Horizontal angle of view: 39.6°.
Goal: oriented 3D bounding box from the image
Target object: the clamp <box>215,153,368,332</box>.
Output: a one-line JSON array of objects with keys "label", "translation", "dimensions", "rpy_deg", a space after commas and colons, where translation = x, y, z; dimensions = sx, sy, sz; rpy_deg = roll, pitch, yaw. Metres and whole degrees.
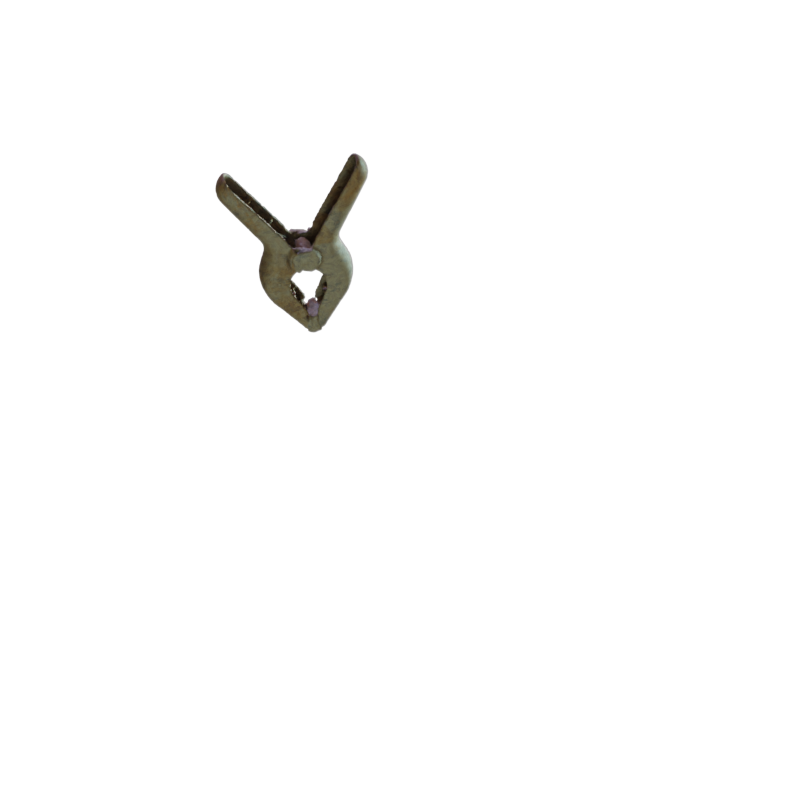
[{"label": "clamp", "translation": [-0.072, -0.131, 0.917], "dimensions": [0.121, 0.042, 0.158], "rpy_deg": [-10, -46, 9]}]
